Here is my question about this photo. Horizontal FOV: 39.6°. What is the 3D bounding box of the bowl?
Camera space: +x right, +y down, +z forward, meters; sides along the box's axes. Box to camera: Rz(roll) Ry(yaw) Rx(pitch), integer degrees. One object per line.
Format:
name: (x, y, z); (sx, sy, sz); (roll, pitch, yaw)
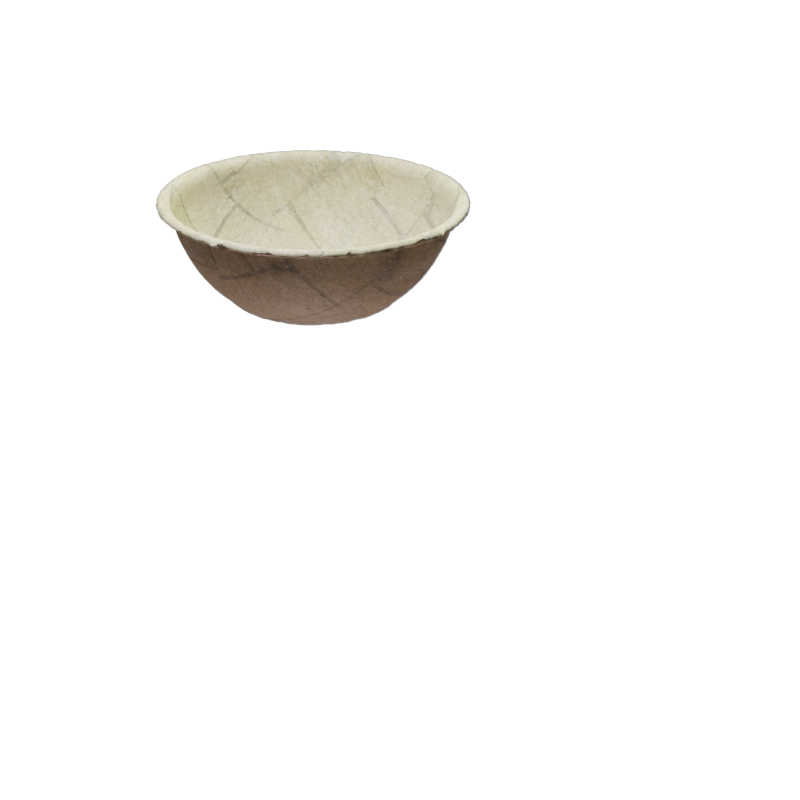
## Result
bowl: (-0.046, -0.083, 0.583); (0.162, 0.052, 0.171); (-1, 28, -2)
